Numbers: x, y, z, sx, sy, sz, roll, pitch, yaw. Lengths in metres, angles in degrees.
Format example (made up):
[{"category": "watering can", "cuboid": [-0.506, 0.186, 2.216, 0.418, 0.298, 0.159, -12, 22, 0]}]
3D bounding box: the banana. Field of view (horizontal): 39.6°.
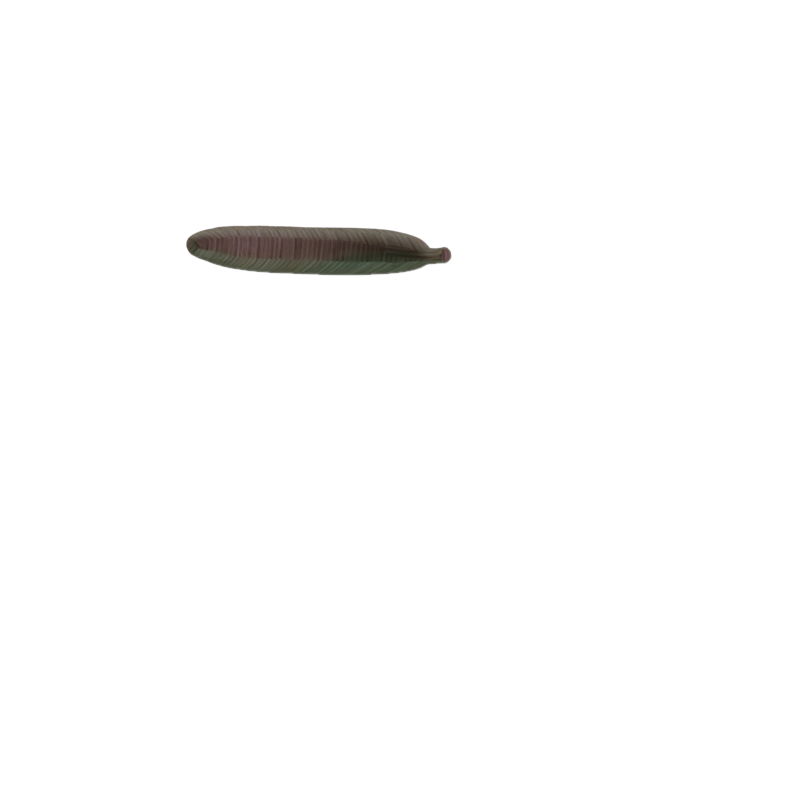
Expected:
[{"category": "banana", "cuboid": [-0.064, -0.118, 0.856, 0.197, 0.038, 0.068, 0, -7, -3]}]
